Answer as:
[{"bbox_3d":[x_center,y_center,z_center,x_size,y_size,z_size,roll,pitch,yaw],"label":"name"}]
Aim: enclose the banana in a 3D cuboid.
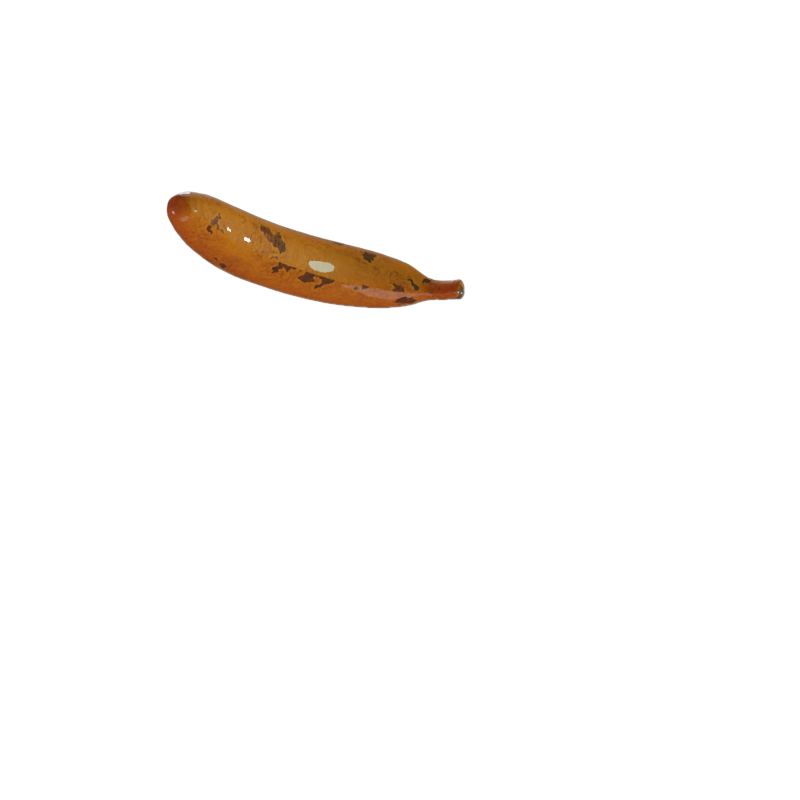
[{"bbox_3d":[-0.058,-0.086,0.649,0.188,0.039,0.070,11,-21,-32],"label":"banana"}]
